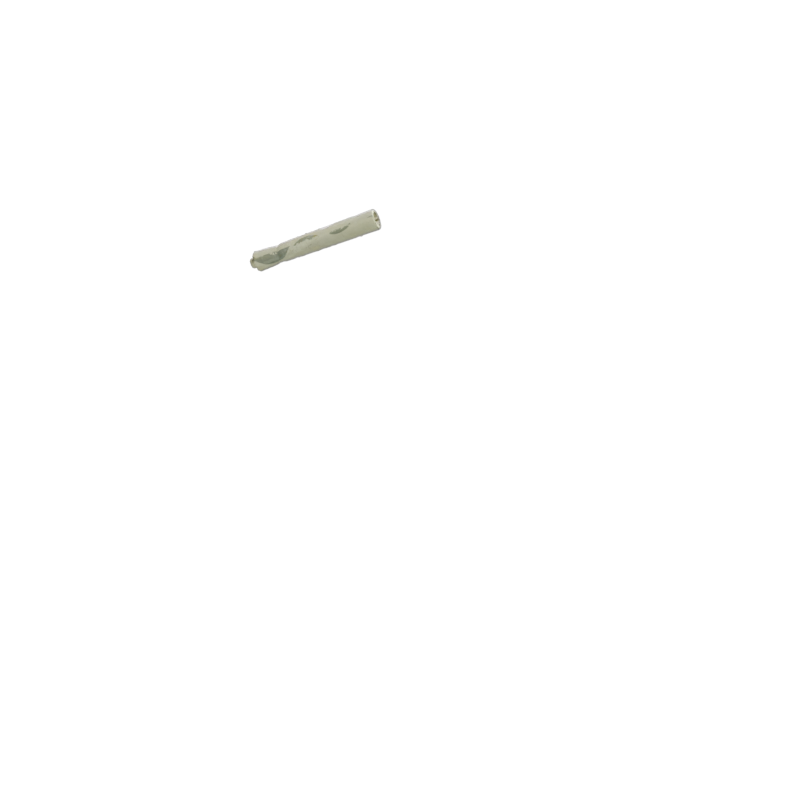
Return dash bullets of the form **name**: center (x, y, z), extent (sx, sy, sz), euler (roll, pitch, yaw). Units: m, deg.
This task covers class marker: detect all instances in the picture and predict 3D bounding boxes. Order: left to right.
- **marker**: center (-0.075, -0.136, 0.956), extent (0.122, 0.020, 0.019), euler (-17, -1, 19)
